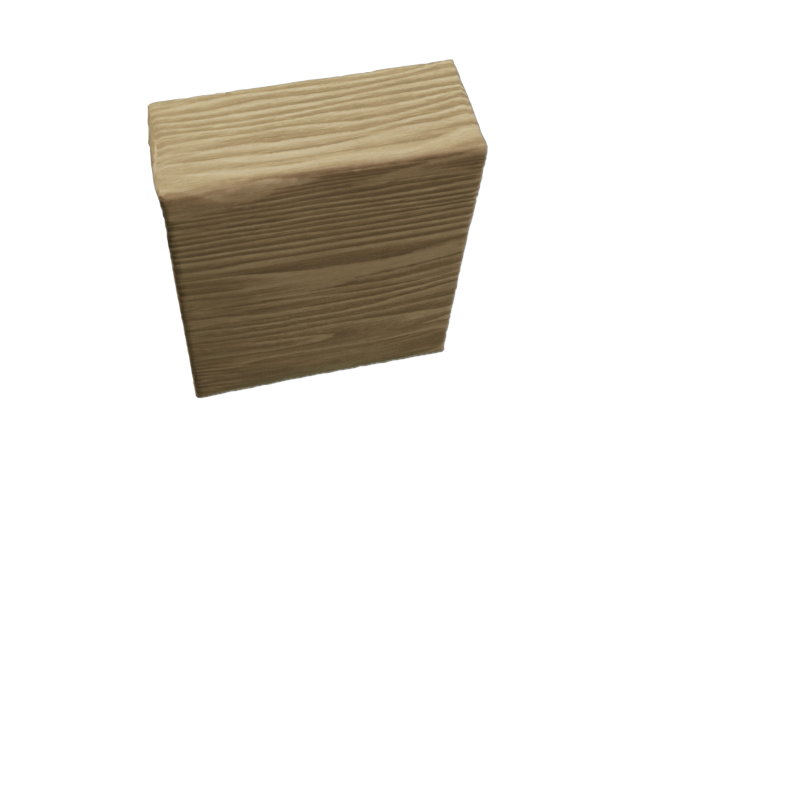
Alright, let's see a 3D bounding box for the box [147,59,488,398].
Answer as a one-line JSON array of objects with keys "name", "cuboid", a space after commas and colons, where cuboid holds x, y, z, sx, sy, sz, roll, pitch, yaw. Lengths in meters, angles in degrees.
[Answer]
[{"name": "box", "cuboid": [-0.050, -0.091, 0.634, 0.163, 0.077, 0.201, -10, -28, -8]}]
